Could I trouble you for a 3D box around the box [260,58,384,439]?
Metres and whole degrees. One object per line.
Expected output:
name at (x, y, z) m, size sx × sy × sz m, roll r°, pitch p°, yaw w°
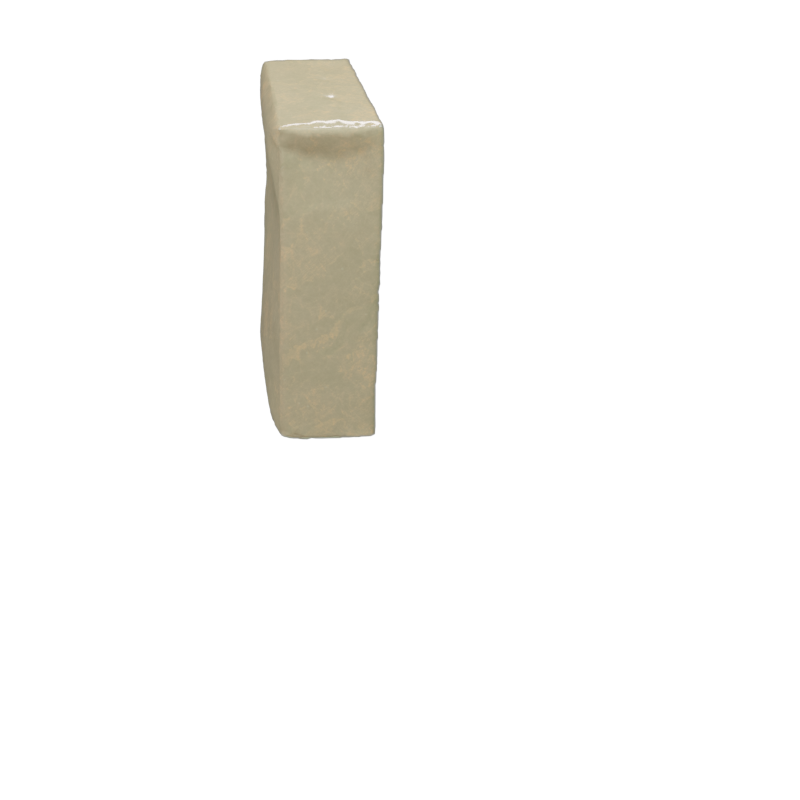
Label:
box at (-0.059, -0.107, 0.749) m, size 0.071 × 0.203 × 0.175 m, roll -2°, pitch 27°, yaw -9°
